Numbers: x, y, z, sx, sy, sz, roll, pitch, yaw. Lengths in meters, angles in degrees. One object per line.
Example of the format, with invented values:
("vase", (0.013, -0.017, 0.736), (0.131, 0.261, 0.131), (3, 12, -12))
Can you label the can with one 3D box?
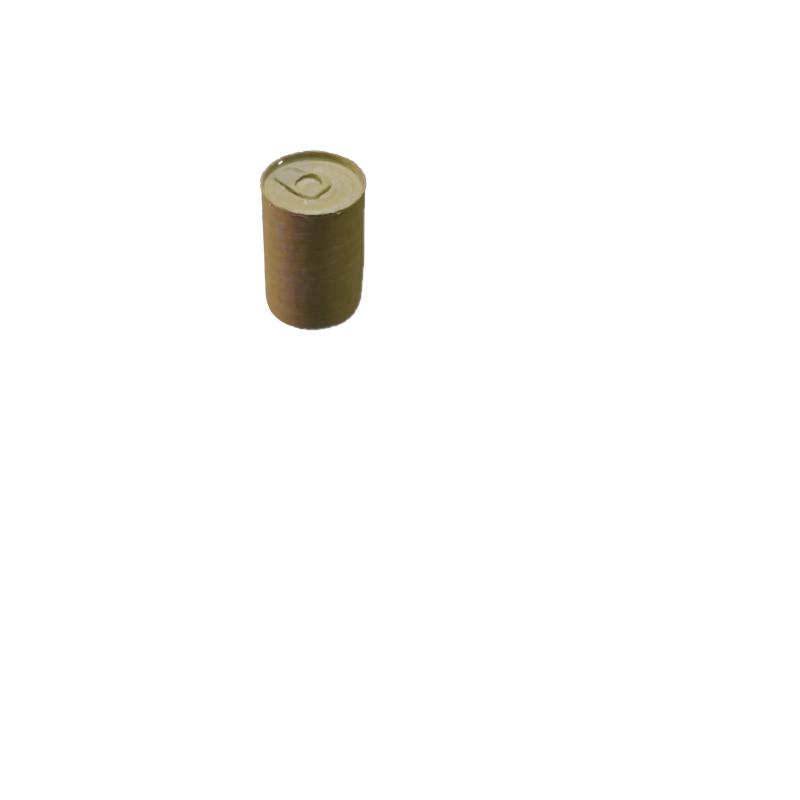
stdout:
("can", (-0.058, -0.105, 0.736), (0.068, 0.095, 0.074), (0, 44, -3))
